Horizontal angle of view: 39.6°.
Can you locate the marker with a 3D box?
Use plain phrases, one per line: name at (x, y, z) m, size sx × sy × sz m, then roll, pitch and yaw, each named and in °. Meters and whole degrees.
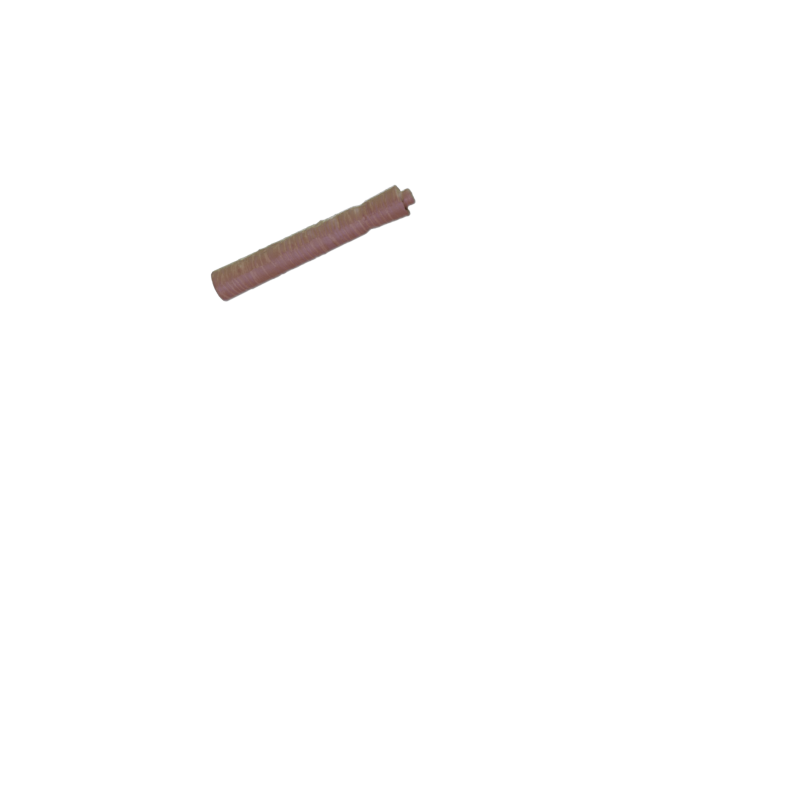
marker at (-0.048, -0.087, 0.612) m, size 0.121 × 0.020 × 0.020 m, roll -24°, pitch -1°, yaw 12°
